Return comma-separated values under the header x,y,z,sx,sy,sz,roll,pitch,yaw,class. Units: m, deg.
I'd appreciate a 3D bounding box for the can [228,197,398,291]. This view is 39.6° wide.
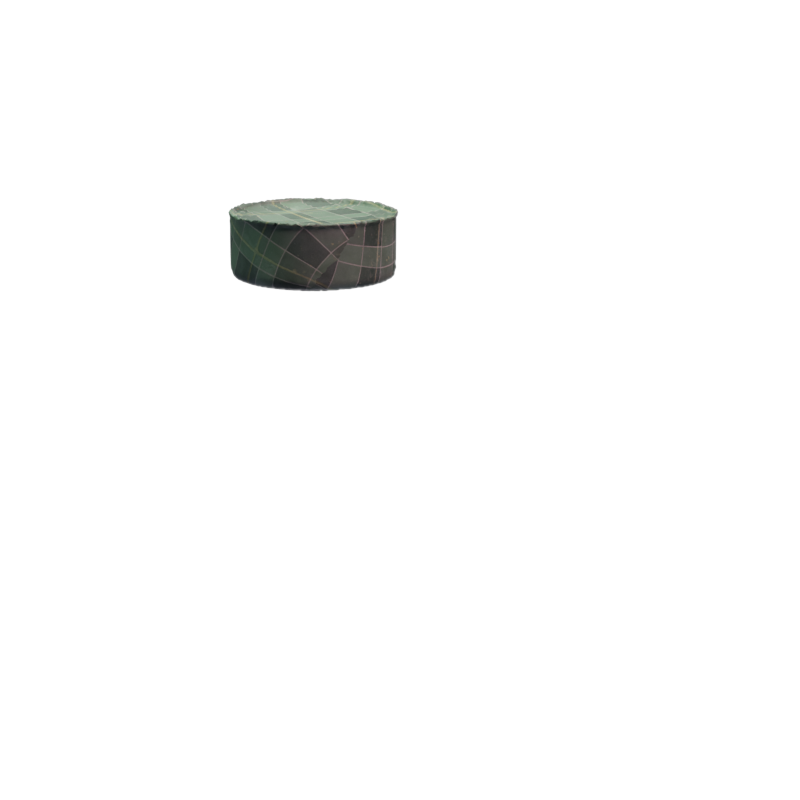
x,y,z,sx,sy,sz,roll,pitch,yaw,class
-0.044,-0.081,0.565,0.086,0.032,0.089,-1,17,-2,can
